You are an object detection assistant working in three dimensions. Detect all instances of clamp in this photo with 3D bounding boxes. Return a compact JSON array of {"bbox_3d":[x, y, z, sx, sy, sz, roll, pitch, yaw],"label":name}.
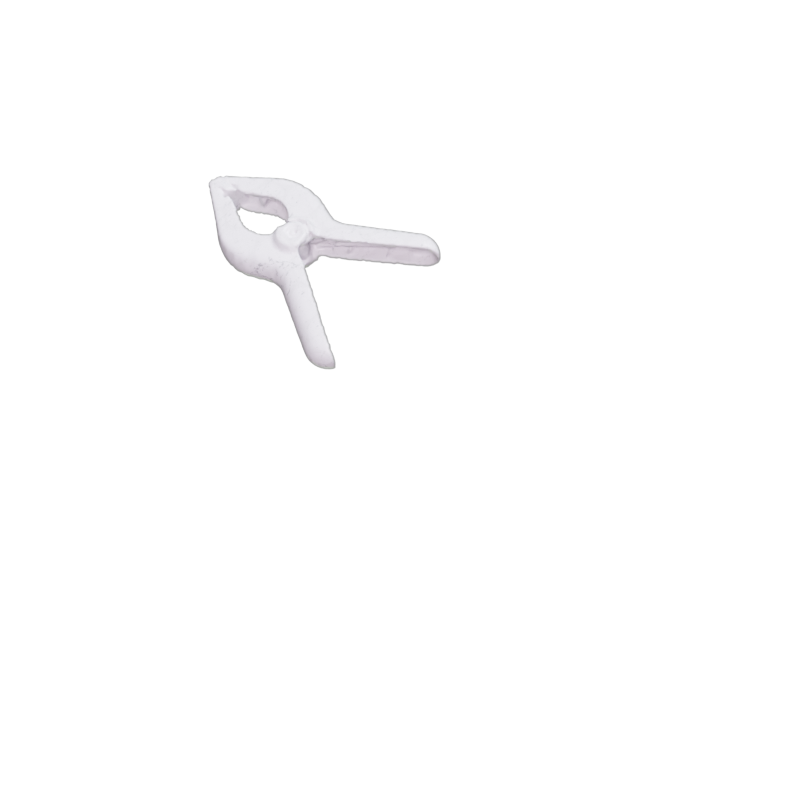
[{"bbox_3d":[-0.060,-0.110,0.770,0.120,0.183,0.037,-34,-28,-21],"label":"clamp"}]
